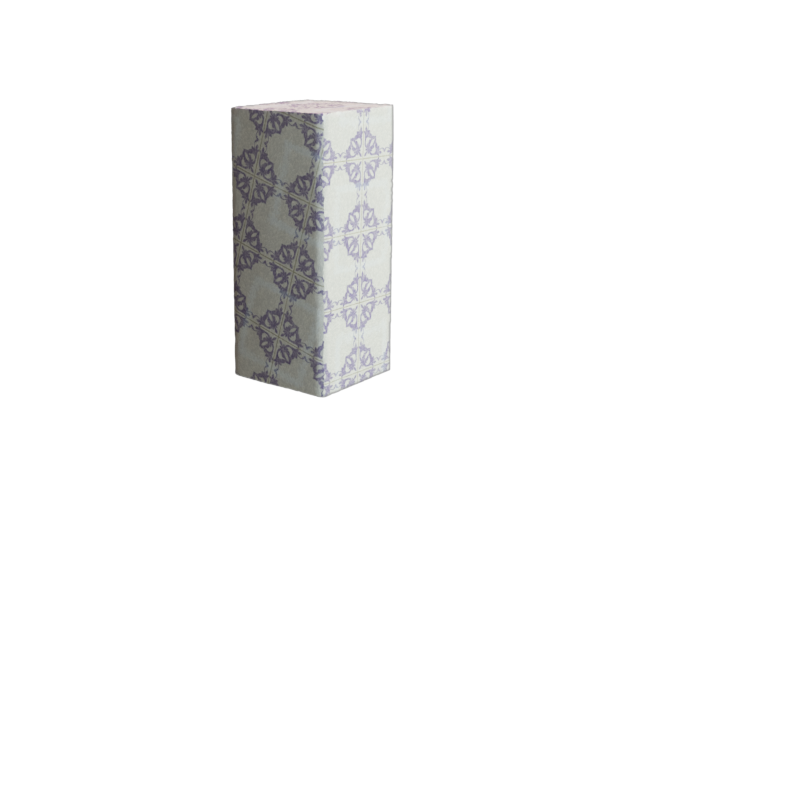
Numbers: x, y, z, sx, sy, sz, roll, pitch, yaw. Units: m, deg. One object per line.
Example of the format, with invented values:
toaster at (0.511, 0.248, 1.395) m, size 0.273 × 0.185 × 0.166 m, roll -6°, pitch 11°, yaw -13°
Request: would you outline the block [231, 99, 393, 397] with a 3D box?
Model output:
block at (-0.065, -0.120, 0.838) m, size 0.095 × 0.200 × 0.089 m, roll 10°, pitch 16°, yaw 36°
